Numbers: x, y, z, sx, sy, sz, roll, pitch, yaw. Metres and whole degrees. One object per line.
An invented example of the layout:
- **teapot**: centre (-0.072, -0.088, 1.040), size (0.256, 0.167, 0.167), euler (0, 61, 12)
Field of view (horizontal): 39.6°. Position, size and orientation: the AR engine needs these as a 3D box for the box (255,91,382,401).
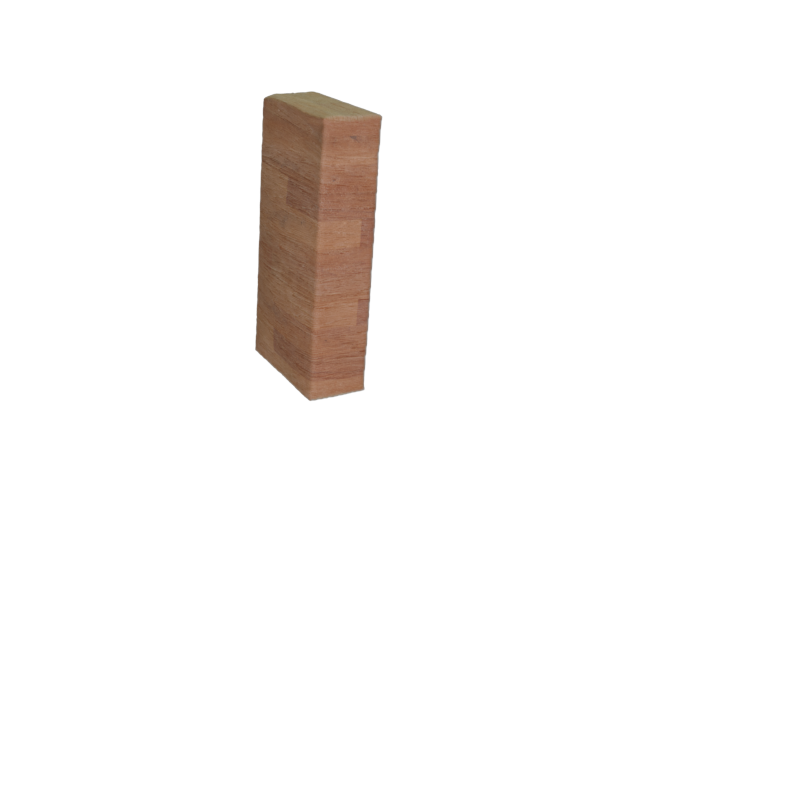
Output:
- **box**: centre (-0.055, -0.099, 0.695), size (0.047, 0.169, 0.099), euler (-8, 21, -27)
